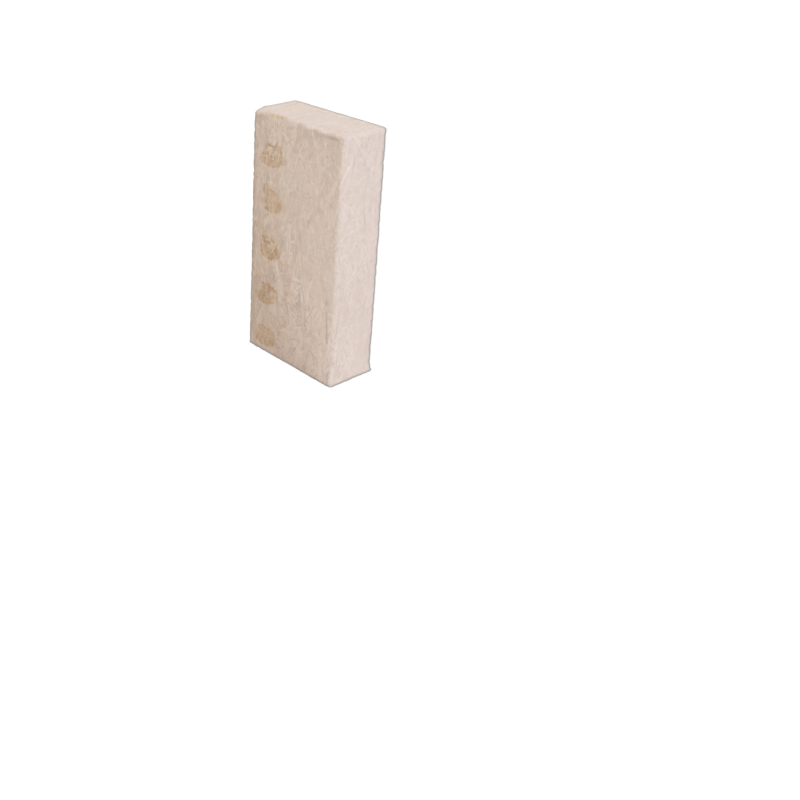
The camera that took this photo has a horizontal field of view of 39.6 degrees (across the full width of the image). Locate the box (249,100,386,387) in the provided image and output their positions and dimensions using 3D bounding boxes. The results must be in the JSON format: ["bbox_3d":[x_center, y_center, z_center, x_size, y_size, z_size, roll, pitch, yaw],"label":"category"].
[{"bbox_3d":[-0.059,-0.108,0.755,0.047,0.168,0.099,-18,31,-39],"label":"box"}]
